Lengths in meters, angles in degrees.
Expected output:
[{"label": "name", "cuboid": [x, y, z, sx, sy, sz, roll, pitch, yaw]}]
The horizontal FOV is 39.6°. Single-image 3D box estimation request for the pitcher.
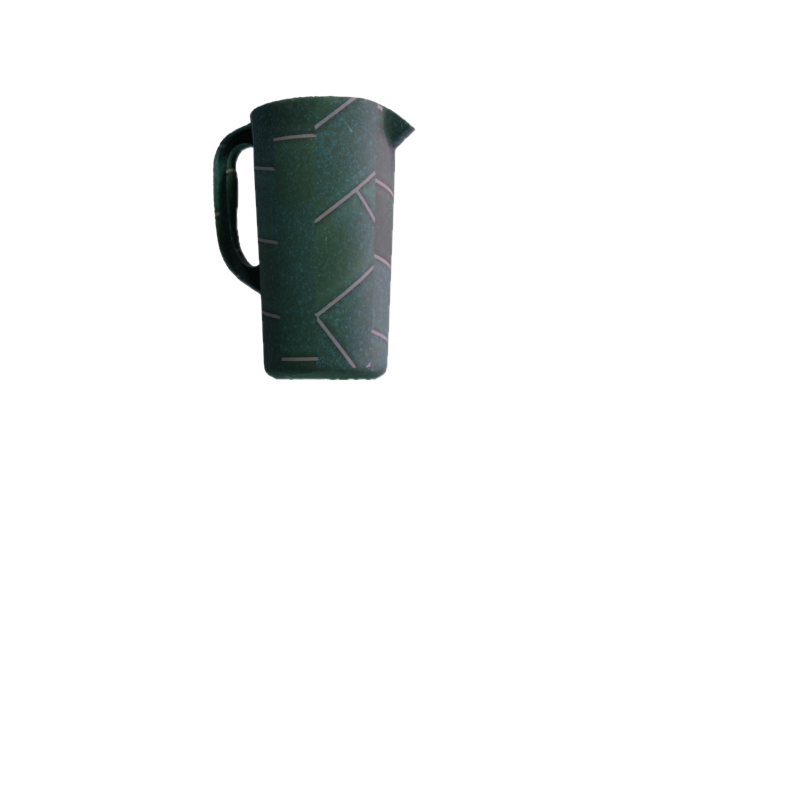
[{"label": "pitcher", "cuboid": [-0.077, -0.140, 0.983, 0.140, 0.247, 0.152, 2, -5, -28]}]
